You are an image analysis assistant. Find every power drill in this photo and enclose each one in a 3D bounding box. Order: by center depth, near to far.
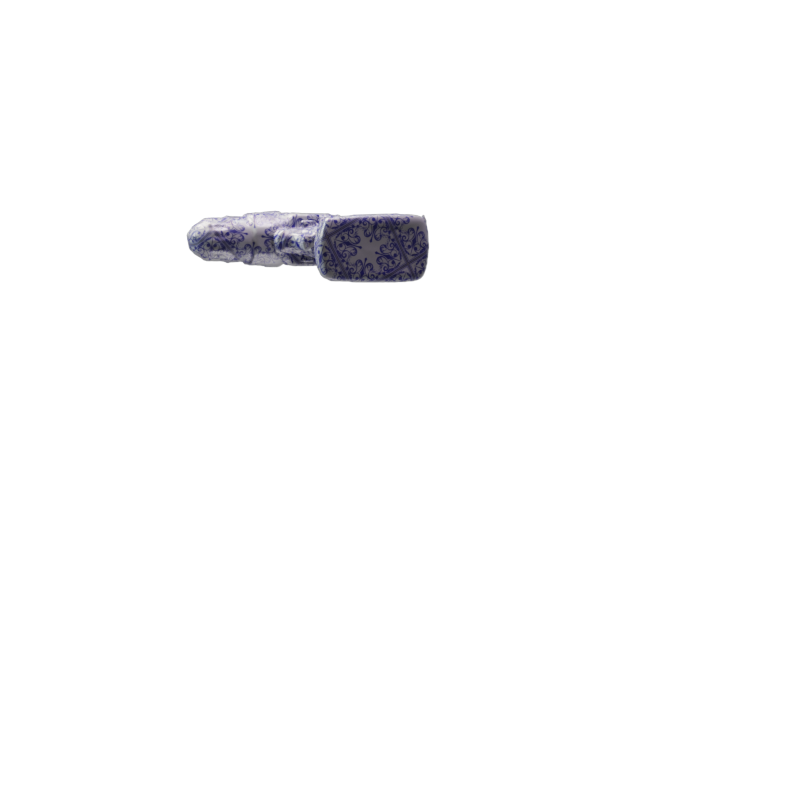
[{"bbox_3d":[-0.077,-0.140,0.977,0.179,0.056,0.197,-6,14,-27],"label":"power drill"}]
